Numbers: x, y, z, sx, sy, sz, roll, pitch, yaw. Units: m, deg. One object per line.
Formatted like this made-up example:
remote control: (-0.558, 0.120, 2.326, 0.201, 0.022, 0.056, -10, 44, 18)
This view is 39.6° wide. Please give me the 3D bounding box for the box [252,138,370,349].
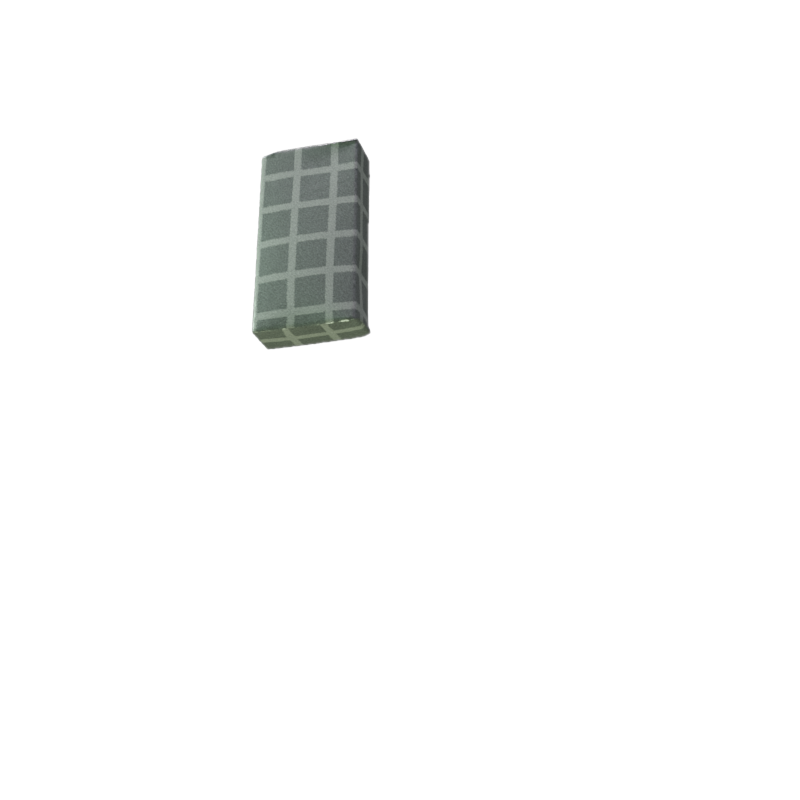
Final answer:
box: (-0.075, -0.136, 0.950, 0.095, 0.186, 0.045, -9, -26, 15)
